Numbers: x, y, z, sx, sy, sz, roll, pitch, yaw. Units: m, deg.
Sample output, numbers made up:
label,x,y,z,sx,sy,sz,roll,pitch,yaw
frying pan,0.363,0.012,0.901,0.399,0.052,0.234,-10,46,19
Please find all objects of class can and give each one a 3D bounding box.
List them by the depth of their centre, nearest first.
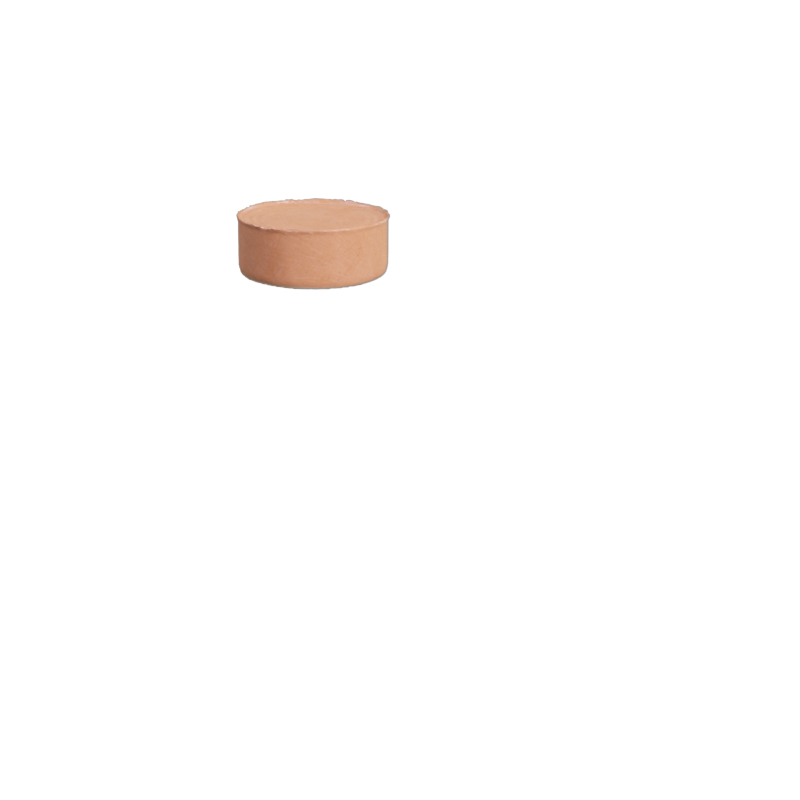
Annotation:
label,x,y,z,sx,sy,sz,roll,pitch,yaw
can,-0.049,-0.089,0.622,0.086,0.032,0.089,-1,20,-2
